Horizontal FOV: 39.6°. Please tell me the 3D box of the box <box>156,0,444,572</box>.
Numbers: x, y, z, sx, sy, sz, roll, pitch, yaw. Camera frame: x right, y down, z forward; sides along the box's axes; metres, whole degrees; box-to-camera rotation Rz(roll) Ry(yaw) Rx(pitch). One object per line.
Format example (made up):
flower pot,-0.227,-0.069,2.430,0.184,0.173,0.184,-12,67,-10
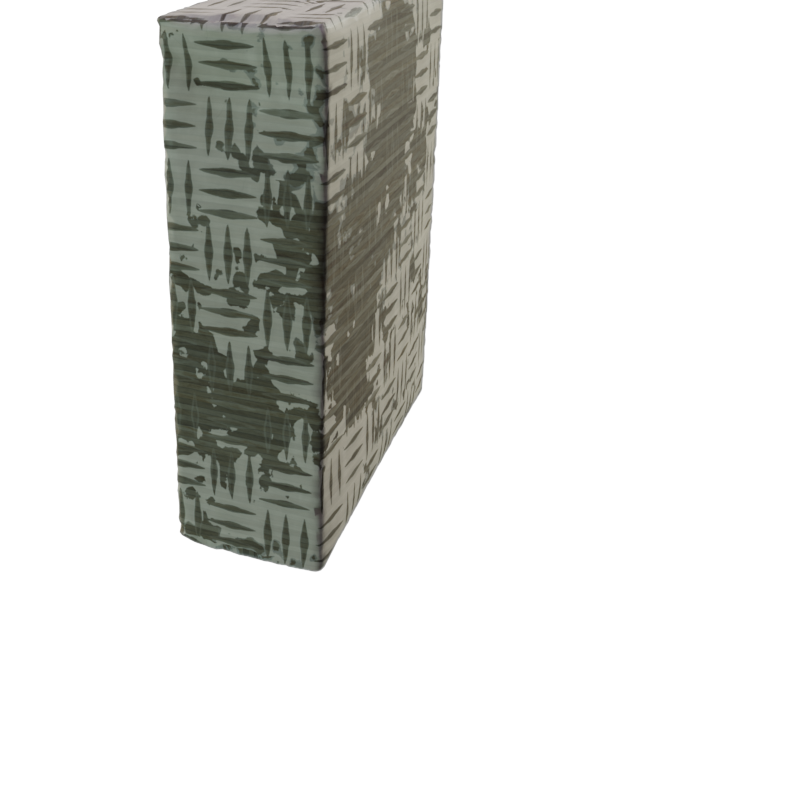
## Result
box,-0.037,-0.067,0.472,0.074,0.204,0.168,7,24,14
